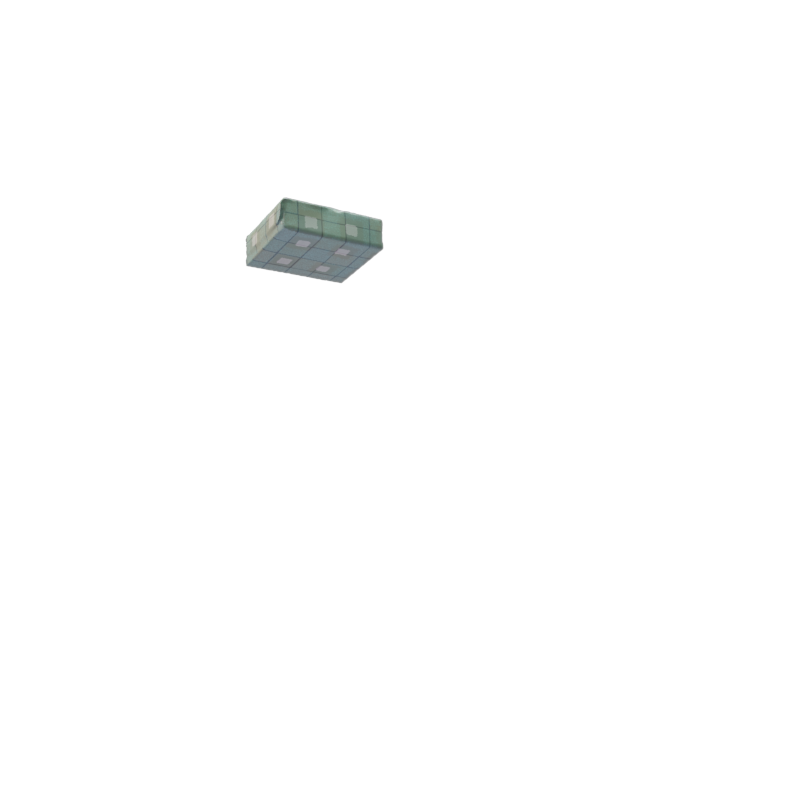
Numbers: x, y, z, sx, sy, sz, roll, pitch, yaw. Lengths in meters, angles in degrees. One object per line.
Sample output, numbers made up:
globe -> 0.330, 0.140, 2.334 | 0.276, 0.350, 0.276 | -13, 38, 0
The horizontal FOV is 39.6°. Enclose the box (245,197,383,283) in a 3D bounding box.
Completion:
box -> -0.069, -0.126, 0.879 | 0.086, 0.032, 0.072 | 10, -23, -25
